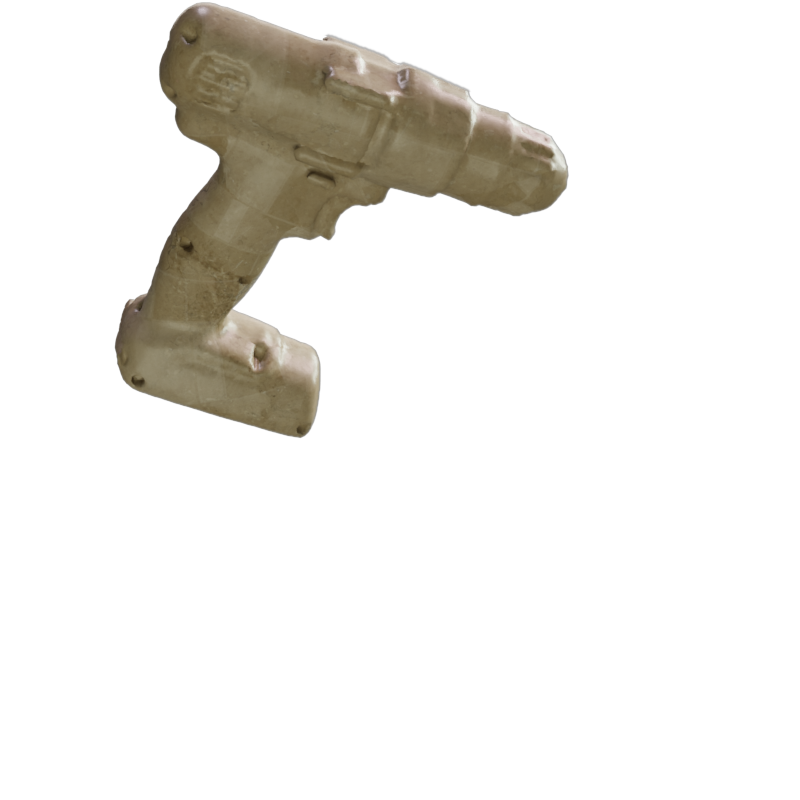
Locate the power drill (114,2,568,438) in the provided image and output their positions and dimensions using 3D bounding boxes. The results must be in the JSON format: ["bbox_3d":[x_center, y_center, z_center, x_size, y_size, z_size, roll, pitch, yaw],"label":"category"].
[{"bbox_3d":[-0.040,-0.072,0.508,0.180,0.180,0.061,20,29,-12],"label":"power drill"}]
